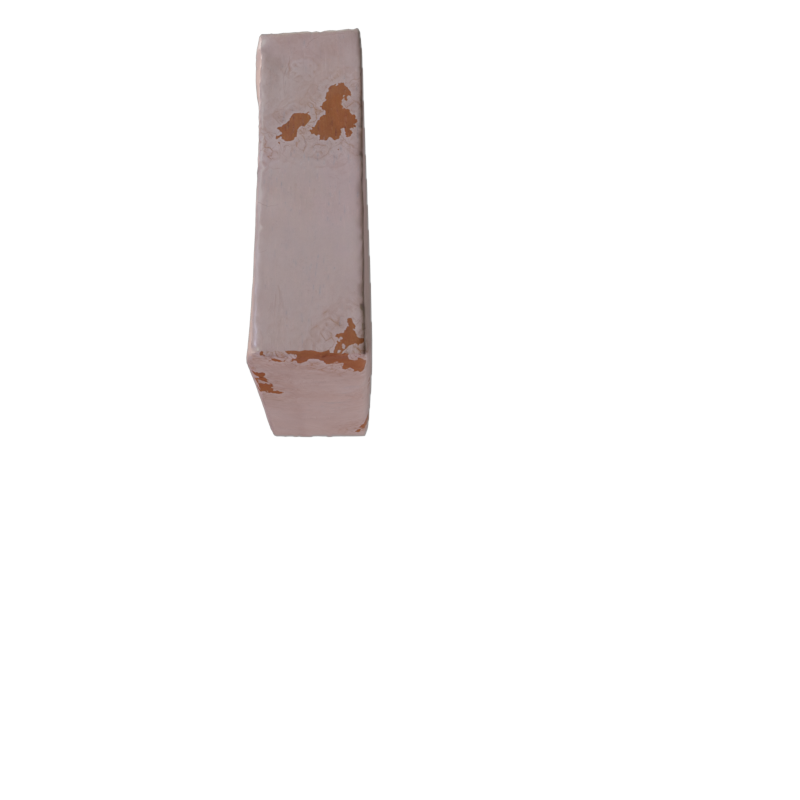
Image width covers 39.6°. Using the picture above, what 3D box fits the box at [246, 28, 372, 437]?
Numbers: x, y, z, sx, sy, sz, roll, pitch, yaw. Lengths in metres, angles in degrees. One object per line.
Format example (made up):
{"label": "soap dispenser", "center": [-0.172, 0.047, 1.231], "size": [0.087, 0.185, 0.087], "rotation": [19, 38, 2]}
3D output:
{"label": "box", "center": [-0.055, -0.101, 0.704], "size": [0.072, 0.225, 0.156], "rotation": [-1, -22, -1]}
